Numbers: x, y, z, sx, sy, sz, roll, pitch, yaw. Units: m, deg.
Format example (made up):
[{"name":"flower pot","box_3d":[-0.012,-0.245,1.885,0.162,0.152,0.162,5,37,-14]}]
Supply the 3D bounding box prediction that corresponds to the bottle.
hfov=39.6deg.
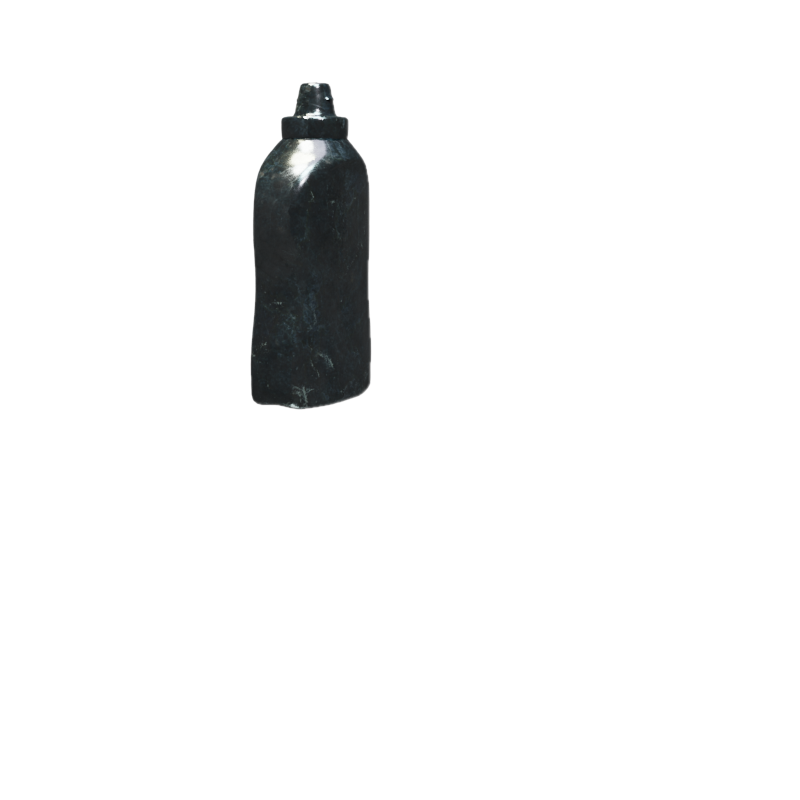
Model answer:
[{"name":"bottle","box_3d":[-0.053,-0.097,0.677,0.061,0.190,0.093,2,5,30]}]
